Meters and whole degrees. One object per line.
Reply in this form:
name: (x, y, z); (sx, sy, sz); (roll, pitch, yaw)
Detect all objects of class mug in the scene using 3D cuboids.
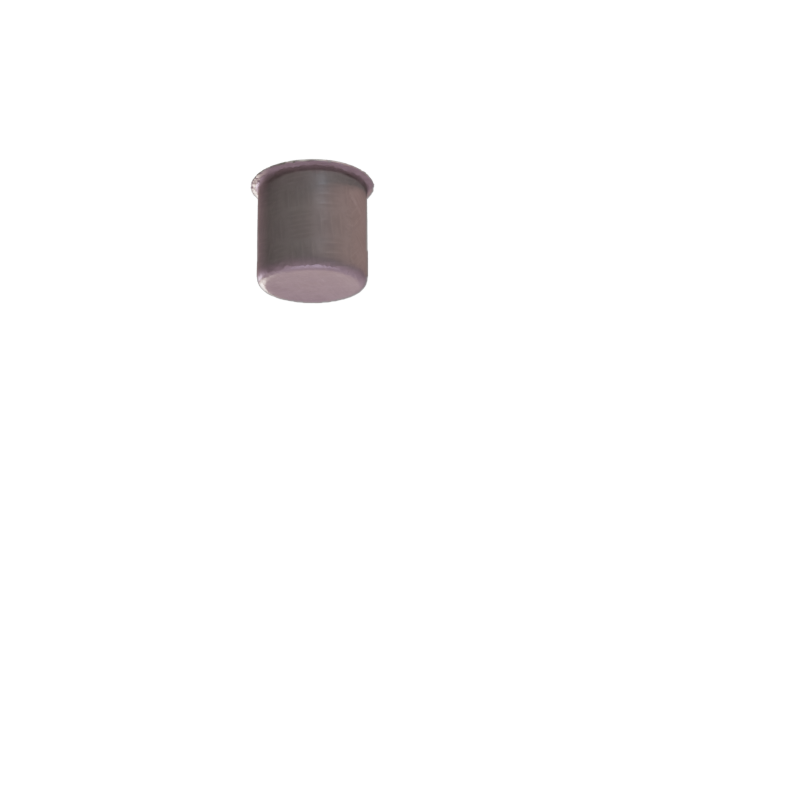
mug: (-0.065, -0.119, 0.833); (0.093, 0.085, 0.112); (-1, -18, 0)
